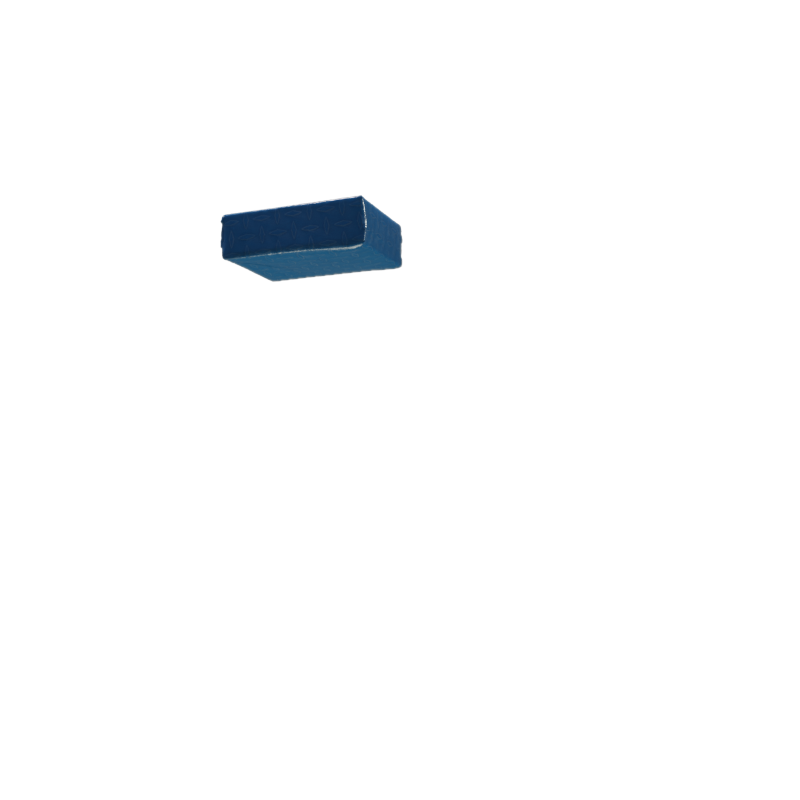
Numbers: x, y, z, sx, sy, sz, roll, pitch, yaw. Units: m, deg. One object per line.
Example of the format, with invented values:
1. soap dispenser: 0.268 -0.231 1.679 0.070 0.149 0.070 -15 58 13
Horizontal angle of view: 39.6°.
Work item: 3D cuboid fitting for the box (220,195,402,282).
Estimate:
1. box: -0.065 -0.118 0.827 0.116 0.040 0.086 -2 -7 20
